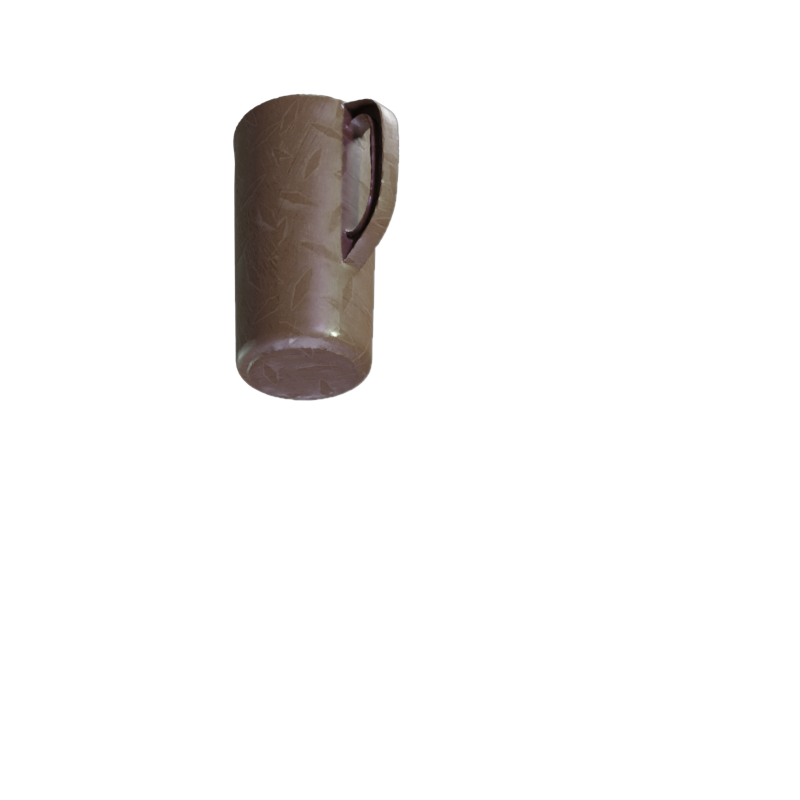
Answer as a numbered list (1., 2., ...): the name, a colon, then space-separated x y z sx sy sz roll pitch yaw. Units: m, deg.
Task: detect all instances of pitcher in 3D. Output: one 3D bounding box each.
1. pitcher: -0.073 -0.132 0.927 0.145 0.259 0.140 -2 -32 -1
